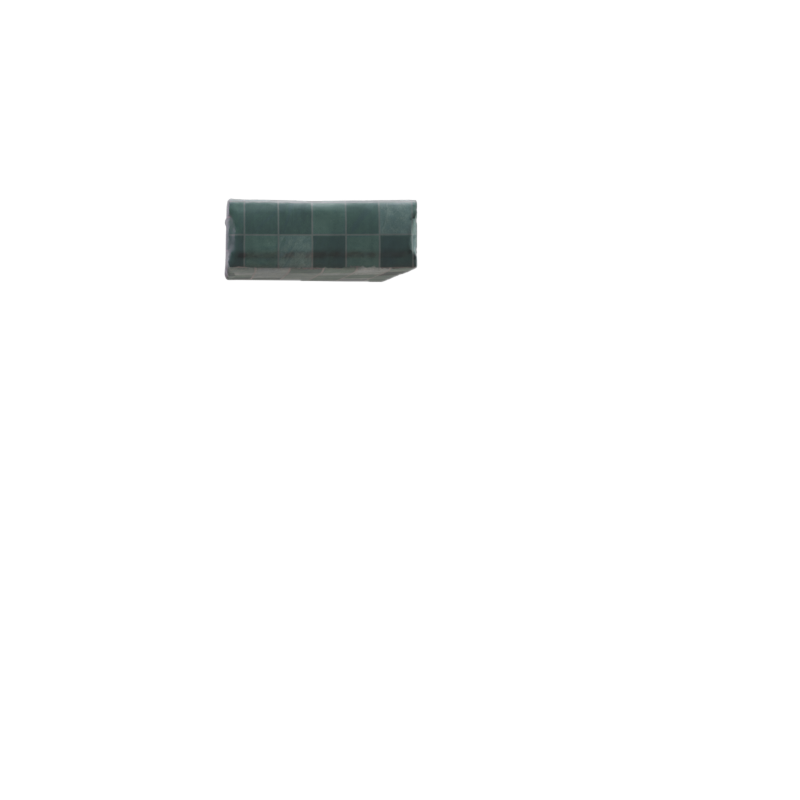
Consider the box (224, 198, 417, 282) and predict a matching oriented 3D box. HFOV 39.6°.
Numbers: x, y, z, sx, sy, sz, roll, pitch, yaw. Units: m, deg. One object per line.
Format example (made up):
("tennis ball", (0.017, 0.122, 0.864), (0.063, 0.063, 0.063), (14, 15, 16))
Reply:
("box", (-0.036, -0.066, 0.460), (0.072, 0.030, 0.090), (0, 3, -7))
